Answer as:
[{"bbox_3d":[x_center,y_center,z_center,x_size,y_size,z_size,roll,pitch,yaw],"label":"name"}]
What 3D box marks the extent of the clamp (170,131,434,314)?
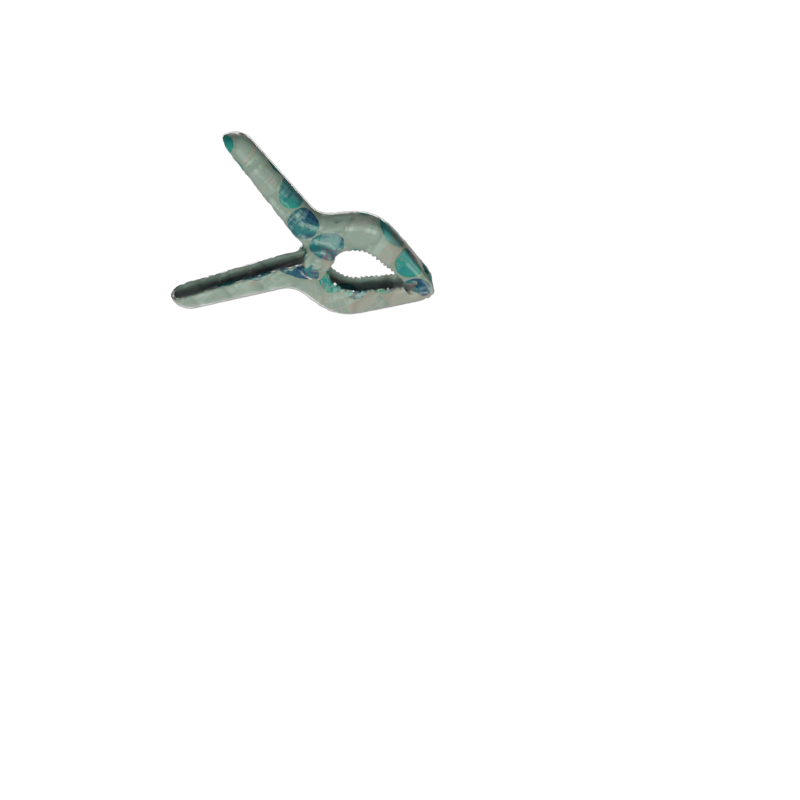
[{"bbox_3d":[-0.070,-0.127,0.893,0.207,0.156,0.039,10,34,-7],"label":"clamp"}]
